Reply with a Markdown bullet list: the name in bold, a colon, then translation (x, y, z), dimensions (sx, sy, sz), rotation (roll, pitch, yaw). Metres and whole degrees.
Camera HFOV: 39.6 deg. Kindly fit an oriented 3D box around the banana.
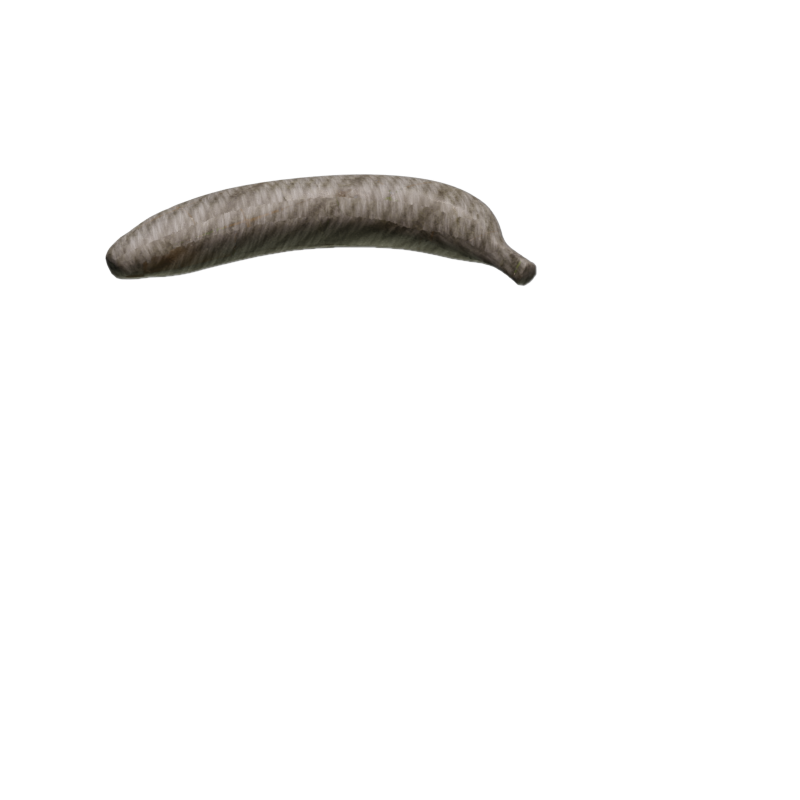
- **banana**: translation (-0.038, -0.083, 0.530), dimensions (0.197, 0.035, 0.074), rotation (-1, 30, -2)
